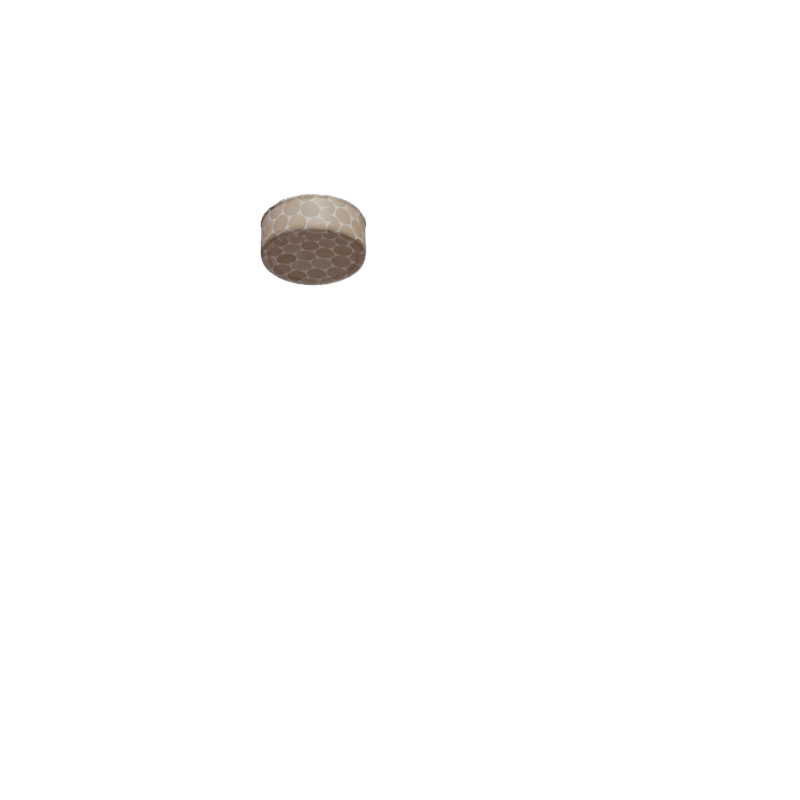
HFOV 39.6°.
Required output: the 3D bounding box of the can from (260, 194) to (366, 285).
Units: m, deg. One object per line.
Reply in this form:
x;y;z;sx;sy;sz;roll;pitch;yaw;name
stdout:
-0.070;-0.127;0.892;0.086;0.036;0.081;1;-28;-2;can
